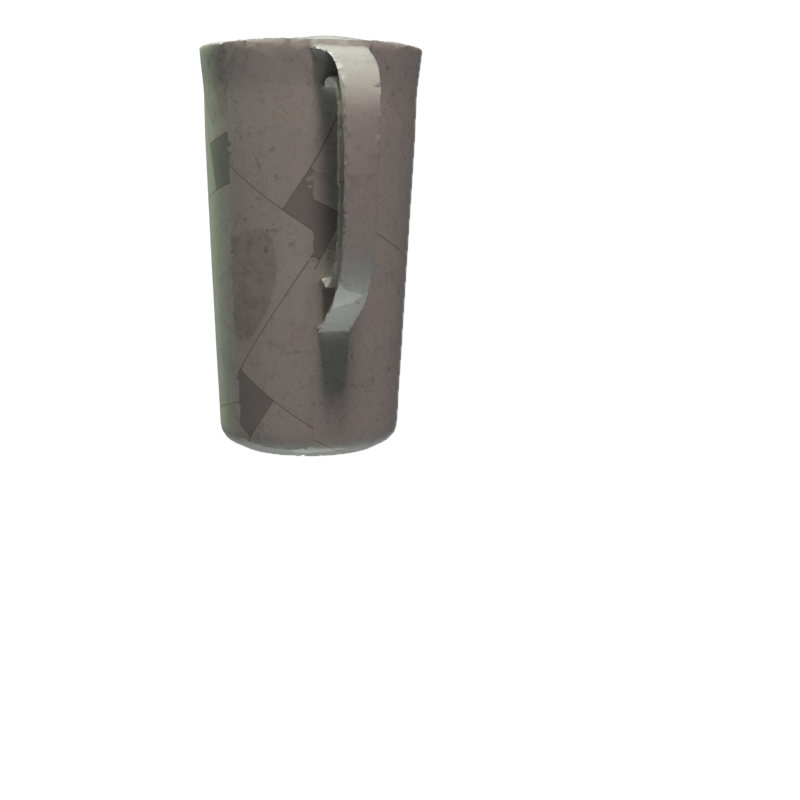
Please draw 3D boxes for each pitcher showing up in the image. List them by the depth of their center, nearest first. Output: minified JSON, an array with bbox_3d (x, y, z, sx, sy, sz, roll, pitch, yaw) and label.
[{"bbox_3d":[-0.052,-0.094,0.660,0.150,0.241,0.146,3,6,26],"label":"pitcher"}]
